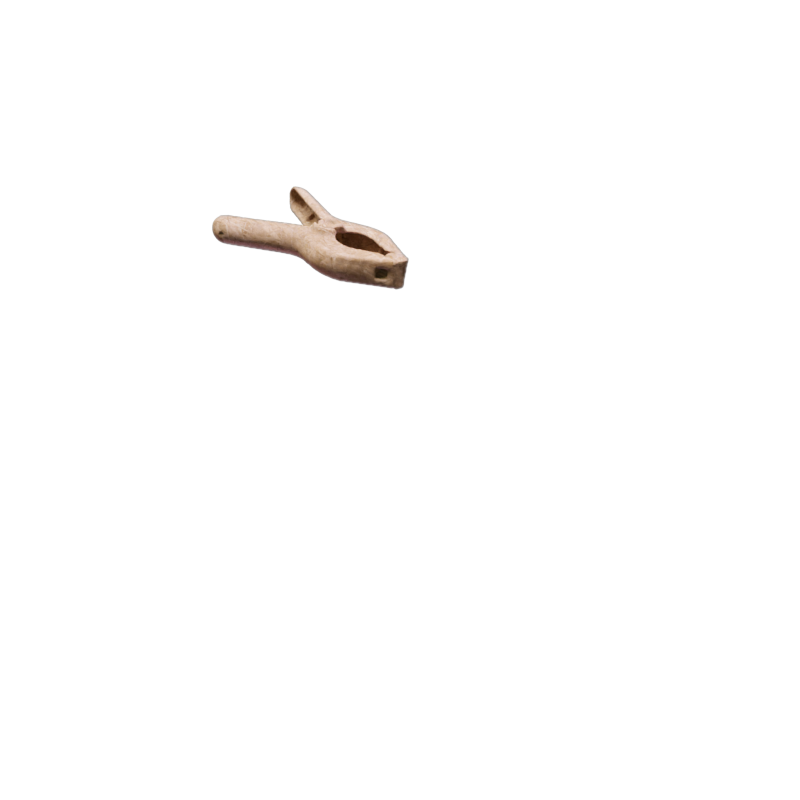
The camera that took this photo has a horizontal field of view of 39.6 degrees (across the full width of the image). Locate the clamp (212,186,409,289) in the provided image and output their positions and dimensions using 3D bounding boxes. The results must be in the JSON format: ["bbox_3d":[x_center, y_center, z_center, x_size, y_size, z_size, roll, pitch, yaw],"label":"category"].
[{"bbox_3d":[-0.075,-0.136,0.953,0.120,0.037,0.183,-28,43,-36],"label":"clamp"}]
